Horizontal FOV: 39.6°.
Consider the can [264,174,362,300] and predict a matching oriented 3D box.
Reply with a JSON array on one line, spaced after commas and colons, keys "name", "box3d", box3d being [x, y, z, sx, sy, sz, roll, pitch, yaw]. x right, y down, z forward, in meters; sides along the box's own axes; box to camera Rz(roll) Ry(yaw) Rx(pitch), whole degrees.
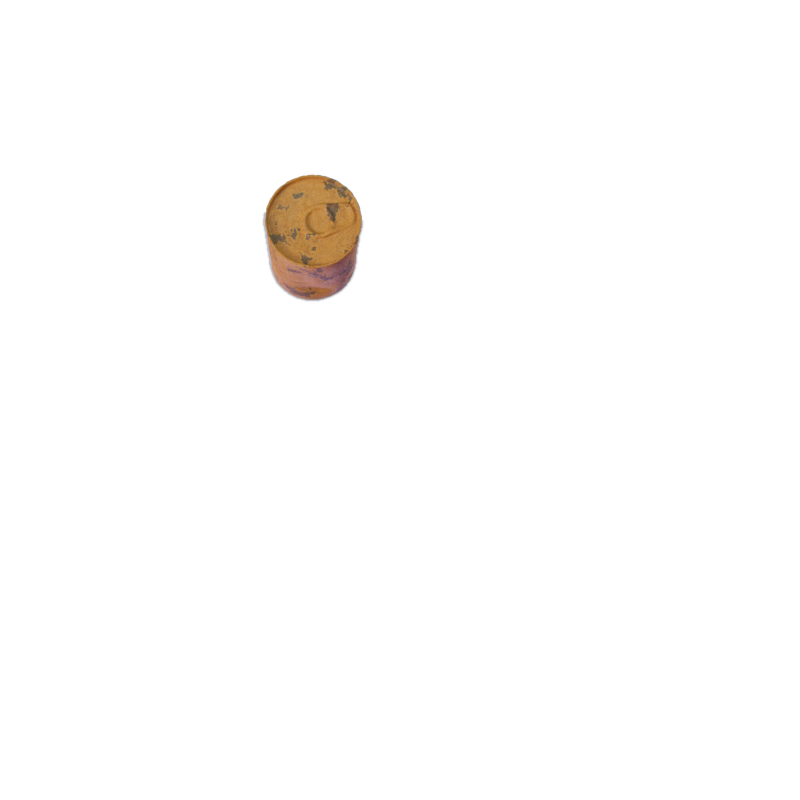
[{"name": "can", "box3d": [-0.064, -0.117, 0.816, 0.068, 0.071, 0.099, 0, -12, -3]}]
